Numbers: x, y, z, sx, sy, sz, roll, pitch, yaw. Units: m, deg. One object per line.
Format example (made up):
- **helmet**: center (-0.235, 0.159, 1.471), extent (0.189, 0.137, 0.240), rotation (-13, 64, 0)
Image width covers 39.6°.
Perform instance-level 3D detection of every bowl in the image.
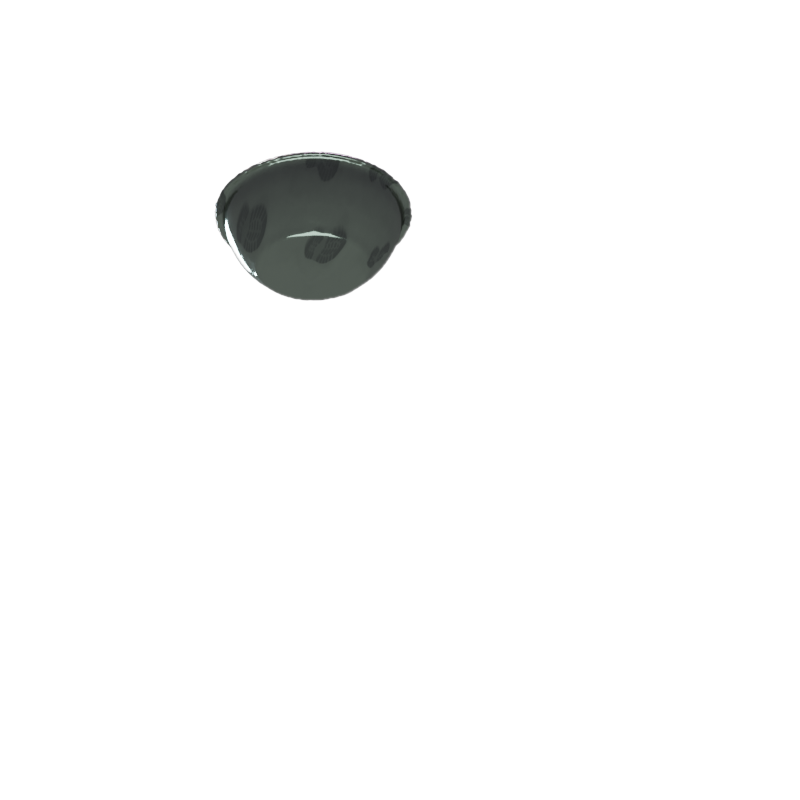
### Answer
- **bowl**: center (-0.070, -0.128, 0.897), extent (0.162, 0.059, 0.152), rotation (1, -32, -2)
